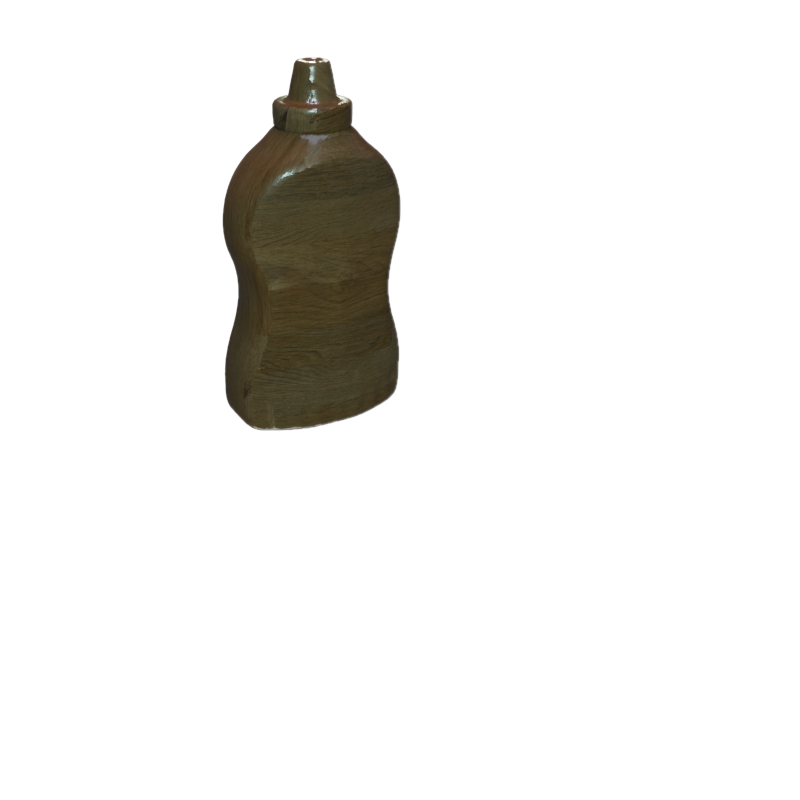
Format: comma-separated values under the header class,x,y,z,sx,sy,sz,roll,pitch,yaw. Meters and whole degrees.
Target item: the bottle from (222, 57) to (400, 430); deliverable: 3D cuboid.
class,x,y,z,sx,sy,sz,roll,pitch,yaw
bottle,-0.046,-0.084,0.585,0.094,0.183,0.062,-10,24,-27
